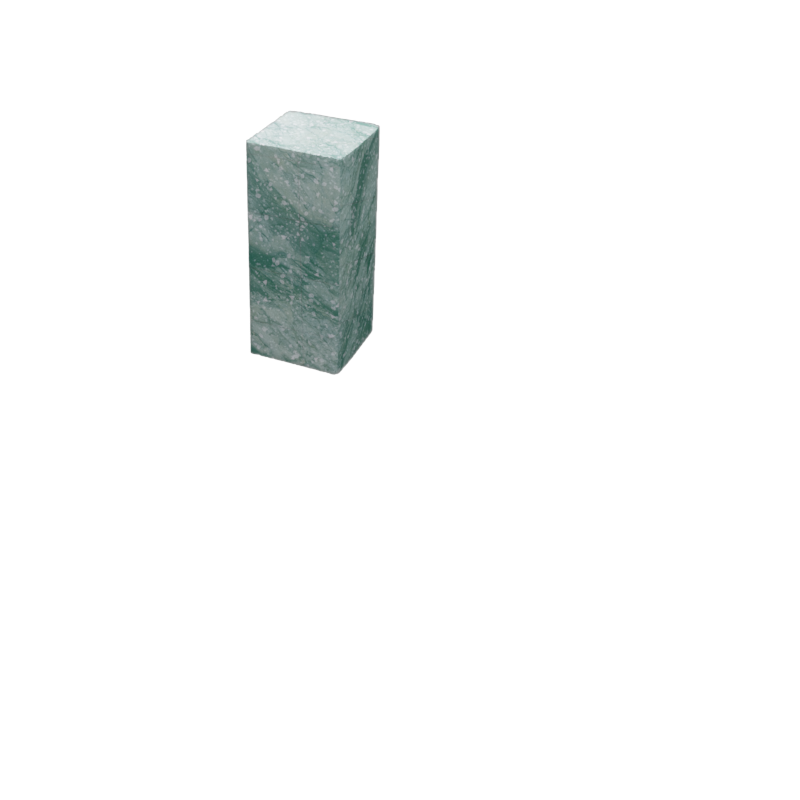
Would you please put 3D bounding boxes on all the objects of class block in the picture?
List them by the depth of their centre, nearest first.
[{"bbox_3d":[-0.077,-0.141,0.985,0.094,0.195,0.092,13,30,19],"label":"block"}]
